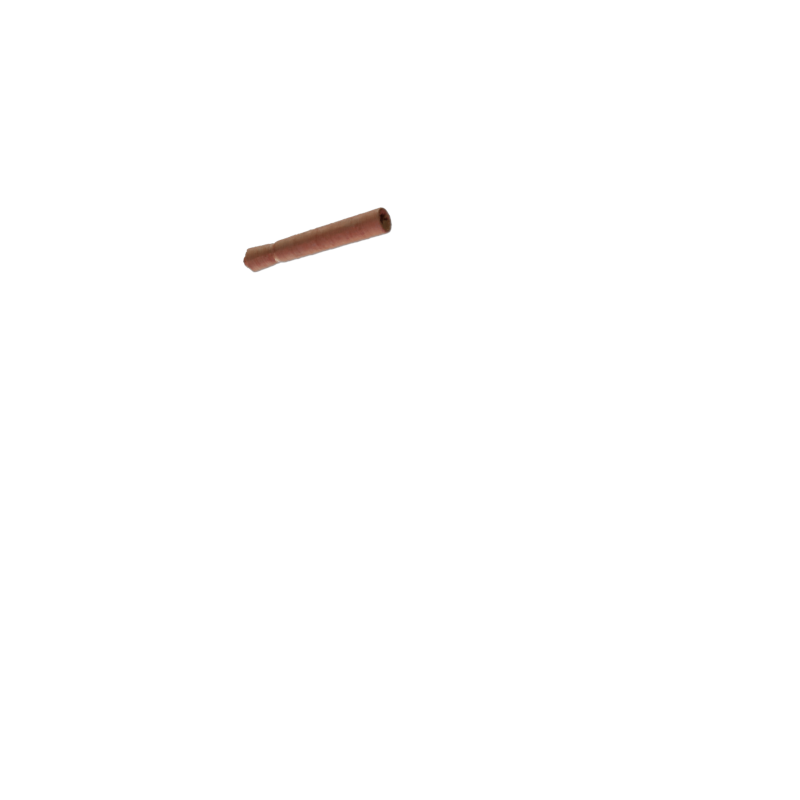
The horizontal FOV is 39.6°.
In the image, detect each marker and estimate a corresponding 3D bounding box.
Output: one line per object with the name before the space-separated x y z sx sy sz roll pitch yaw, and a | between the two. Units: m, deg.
marker | -0.062 -0.113 0.793 0.123 0.020 0.019 -12 -3 31
